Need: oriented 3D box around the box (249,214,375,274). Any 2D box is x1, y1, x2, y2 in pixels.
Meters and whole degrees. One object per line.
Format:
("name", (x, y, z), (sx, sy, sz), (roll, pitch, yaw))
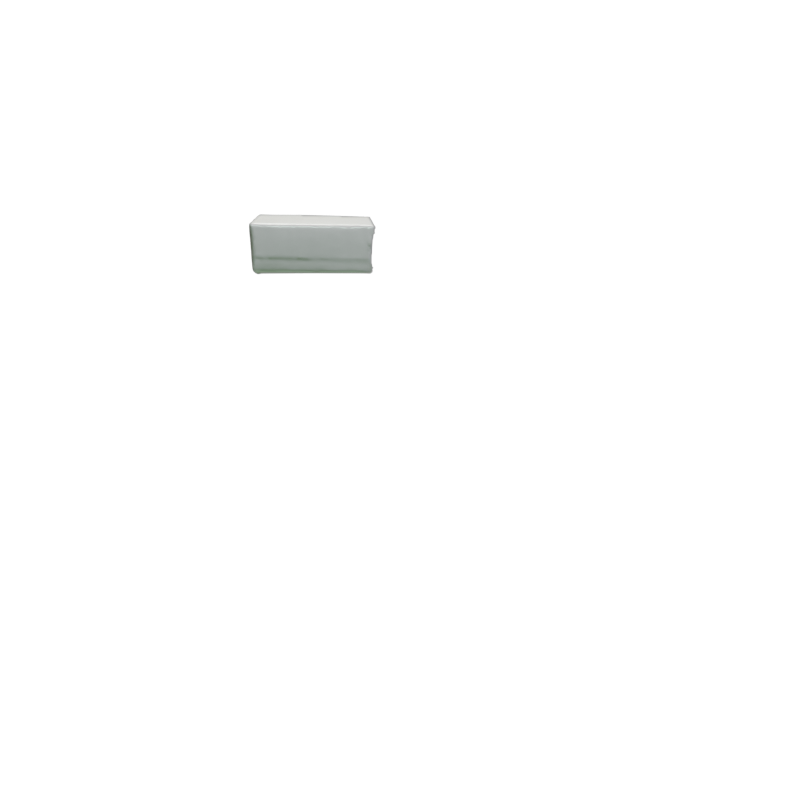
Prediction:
("box", (-0.065, -0.119, 0.832), (0.090, 0.038, 0.116), (0, 14, -2))
